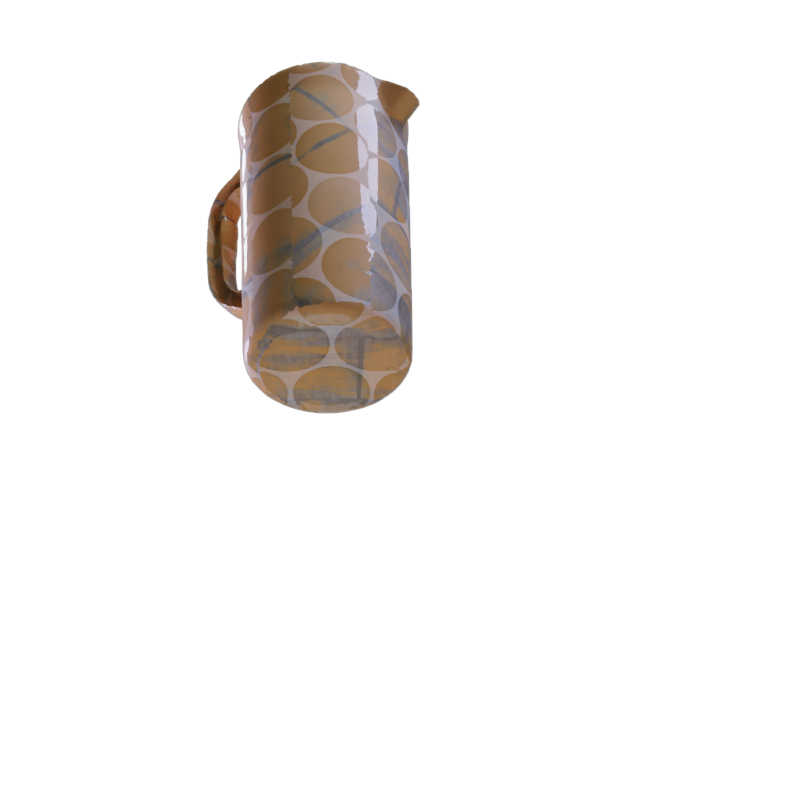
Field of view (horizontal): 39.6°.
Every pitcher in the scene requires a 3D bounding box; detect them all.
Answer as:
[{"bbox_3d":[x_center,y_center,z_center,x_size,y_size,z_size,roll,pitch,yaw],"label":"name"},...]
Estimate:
[{"bbox_3d":[-0.061,-0.112,0.784,0.143,0.261,0.141,6,-42,-11],"label":"pitcher"}]
